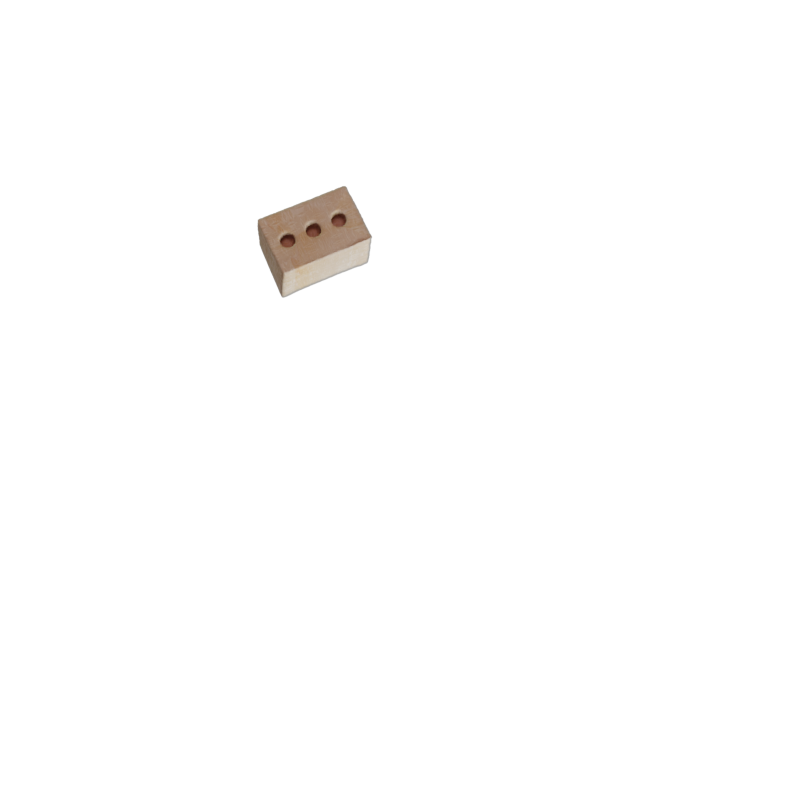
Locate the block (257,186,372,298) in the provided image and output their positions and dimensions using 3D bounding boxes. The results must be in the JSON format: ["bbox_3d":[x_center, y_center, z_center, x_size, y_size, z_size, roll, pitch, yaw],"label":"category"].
[{"bbox_3d":[-0.069,-0.126,0.884,0.078,0.055,0.049,-24,-17,-10],"label":"block"}]
